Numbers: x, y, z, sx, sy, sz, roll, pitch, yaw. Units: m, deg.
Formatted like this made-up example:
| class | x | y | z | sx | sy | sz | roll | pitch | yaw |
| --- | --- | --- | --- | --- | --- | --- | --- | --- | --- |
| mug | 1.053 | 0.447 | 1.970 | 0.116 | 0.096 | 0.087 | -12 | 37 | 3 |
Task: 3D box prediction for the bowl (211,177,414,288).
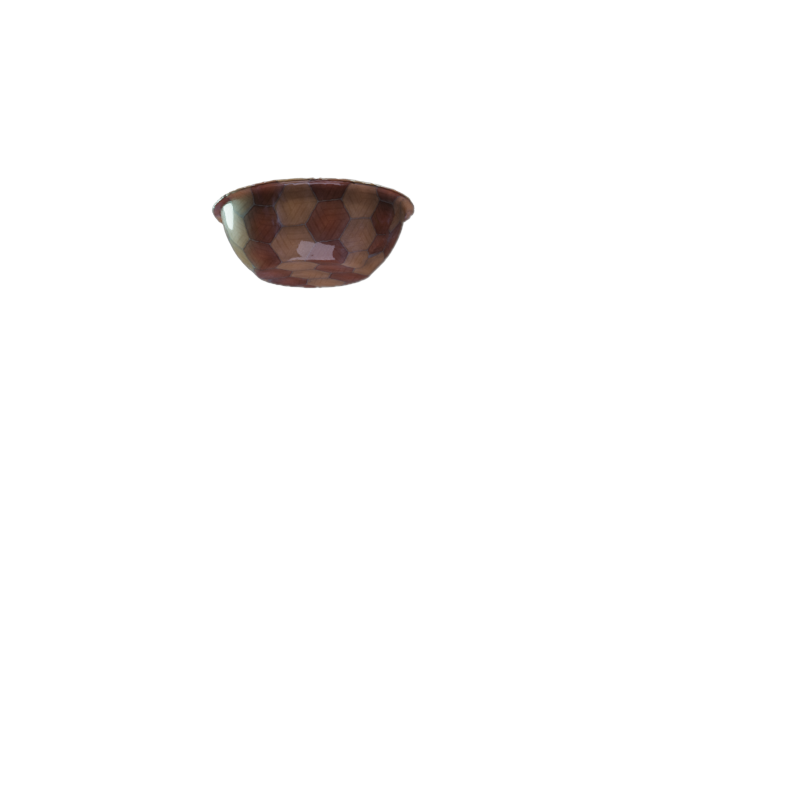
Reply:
| class | x | y | z | sx | sy | sz | roll | pitch | yaw |
| --- | --- | --- | --- | --- | --- | --- | --- | --- | --- |
| bowl | -0.069 | -0.126 | 0.880 | 0.162 | 0.057 | 0.158 | 0 | -9 | -2 |
